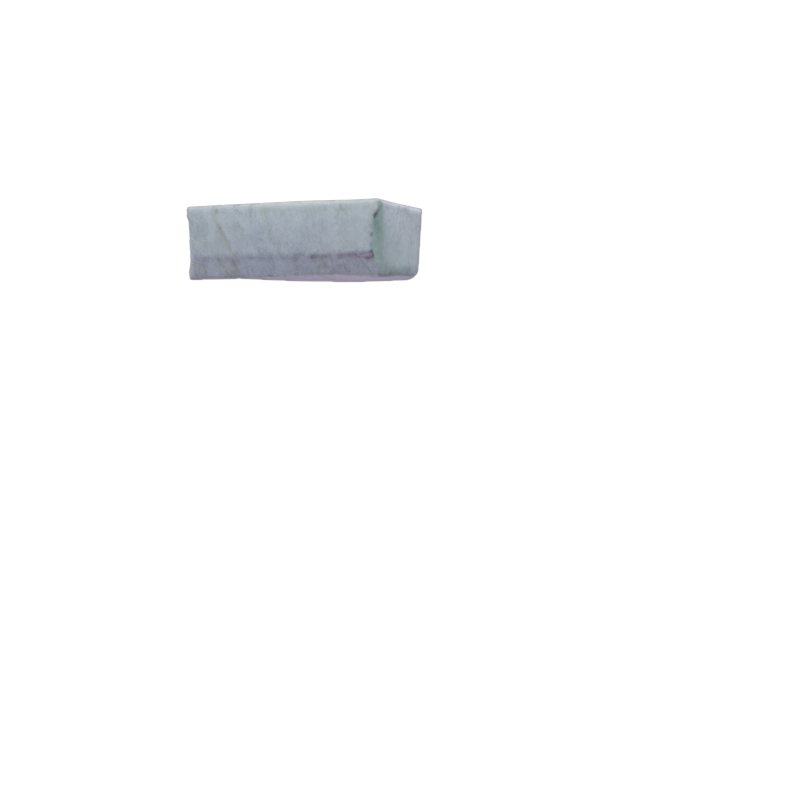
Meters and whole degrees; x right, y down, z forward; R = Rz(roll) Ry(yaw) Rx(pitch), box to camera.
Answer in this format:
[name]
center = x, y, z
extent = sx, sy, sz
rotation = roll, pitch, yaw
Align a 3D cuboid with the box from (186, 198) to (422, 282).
[box]
center = -0.042, -0.077, 0.538
extent = 0.091, 0.039, 0.112
rotation = 1, 5, 13
